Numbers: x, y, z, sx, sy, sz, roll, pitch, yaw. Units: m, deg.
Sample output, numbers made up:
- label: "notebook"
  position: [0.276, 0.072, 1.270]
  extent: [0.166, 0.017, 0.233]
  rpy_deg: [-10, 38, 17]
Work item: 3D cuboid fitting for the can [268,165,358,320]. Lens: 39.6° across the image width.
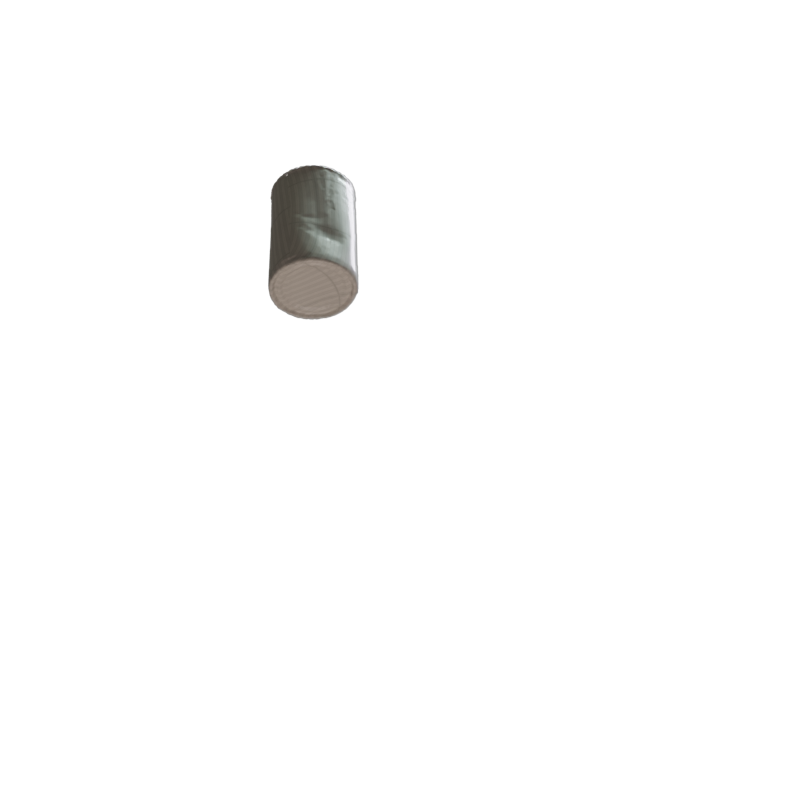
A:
- label: "can"
  position: [-0.066, -0.121, 0.846]
  extent: [0.068, 0.110, 0.064]
  rpy_deg: [-1, -41, -3]
